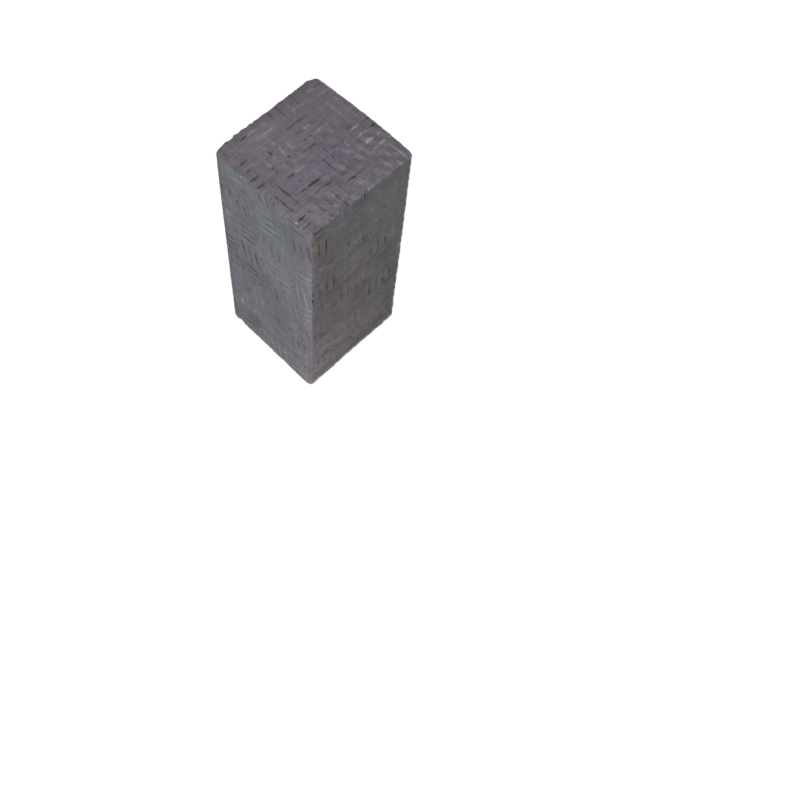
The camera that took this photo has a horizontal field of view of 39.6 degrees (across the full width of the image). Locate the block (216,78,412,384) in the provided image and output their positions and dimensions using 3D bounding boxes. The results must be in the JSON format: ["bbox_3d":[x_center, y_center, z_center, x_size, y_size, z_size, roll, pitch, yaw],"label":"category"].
[{"bbox_3d":[-0.060,-0.110,0.768,0.092,0.095,0.194,-42,-17,-21],"label":"block"}]
